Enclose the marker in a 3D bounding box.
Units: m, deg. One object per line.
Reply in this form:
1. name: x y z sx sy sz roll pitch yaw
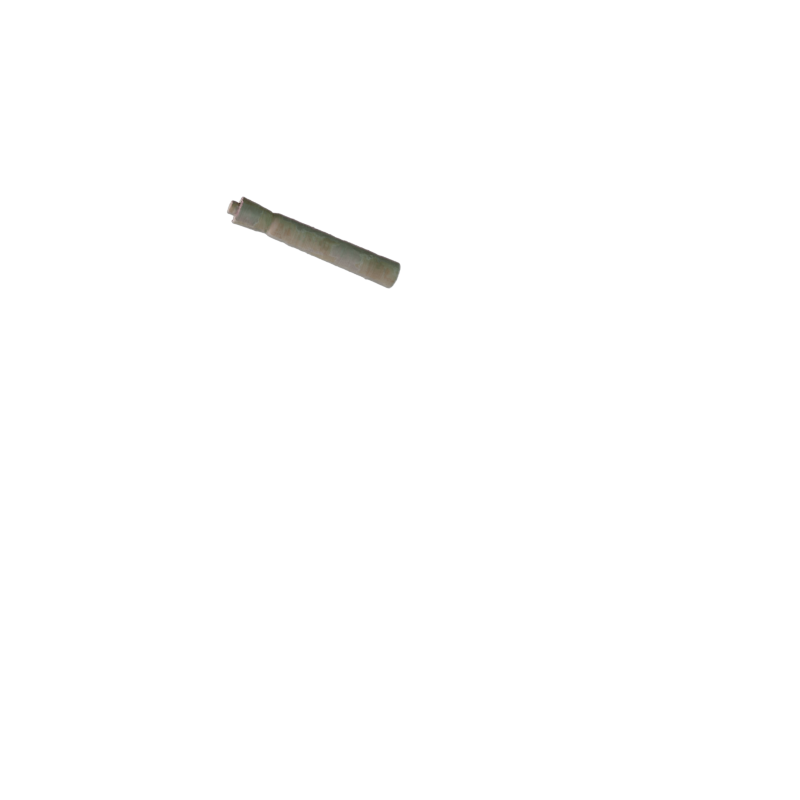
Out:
1. marker: -0.057 -0.104 0.731 0.118 0.020 0.020 22 -2 -12
